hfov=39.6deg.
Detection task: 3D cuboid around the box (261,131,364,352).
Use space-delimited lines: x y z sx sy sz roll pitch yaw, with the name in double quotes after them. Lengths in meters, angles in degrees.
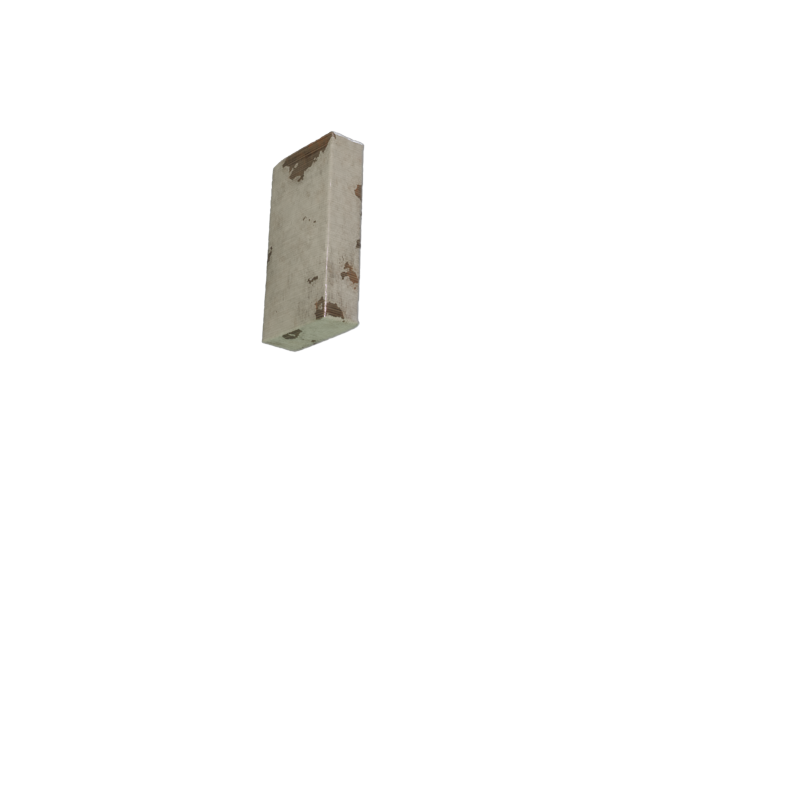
-0.077 -0.140 0.979 0.045 0.185 0.094 16 -27 -38 "box"
